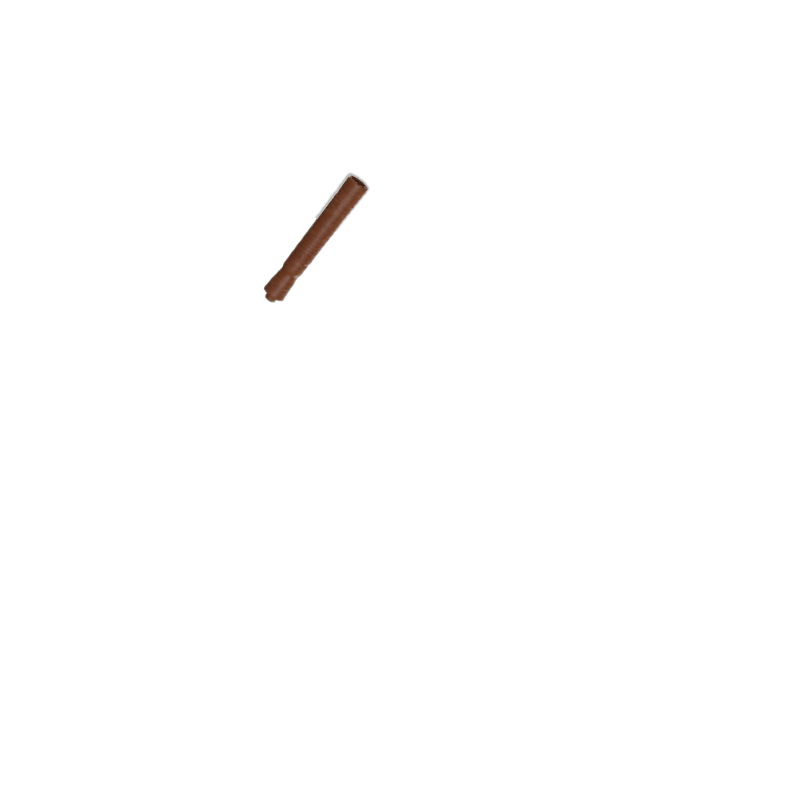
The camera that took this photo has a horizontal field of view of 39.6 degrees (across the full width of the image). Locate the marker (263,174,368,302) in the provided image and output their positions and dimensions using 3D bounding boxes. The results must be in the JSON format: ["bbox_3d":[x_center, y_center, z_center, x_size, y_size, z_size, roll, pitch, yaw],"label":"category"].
[{"bbox_3d":[-0.068,-0.124,0.866,0.019,0.119,0.021,34,19,-17],"label":"marker"}]
